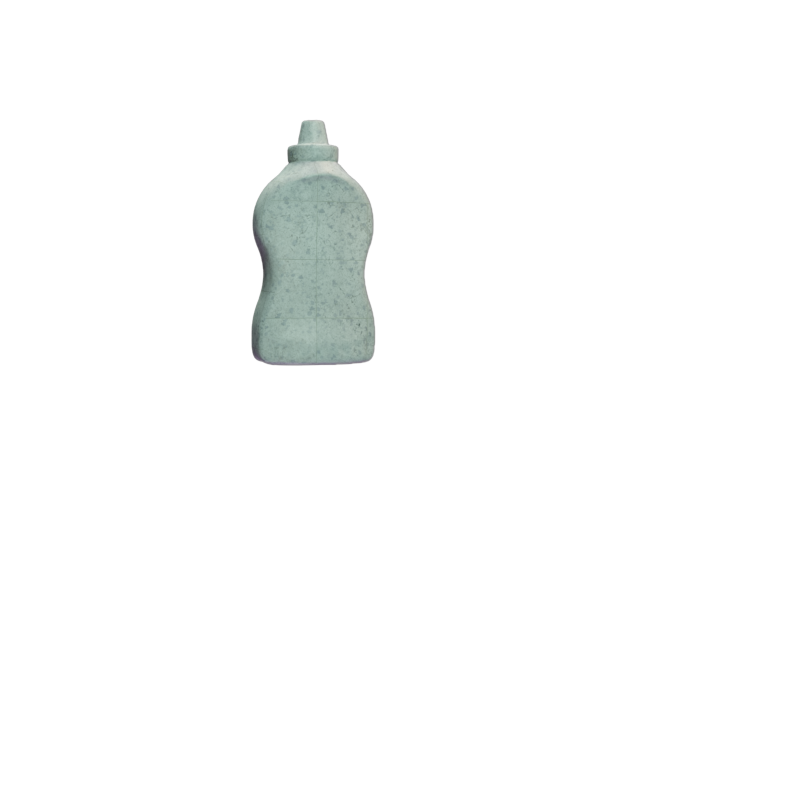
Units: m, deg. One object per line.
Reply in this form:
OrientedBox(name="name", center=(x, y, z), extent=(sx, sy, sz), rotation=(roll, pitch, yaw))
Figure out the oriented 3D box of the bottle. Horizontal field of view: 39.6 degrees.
OrientedBox(name="bottle", center=(-0.069, -0.125, 0.877), extent=(0.094, 0.192, 0.059), rotation=(0, -1, -16))
